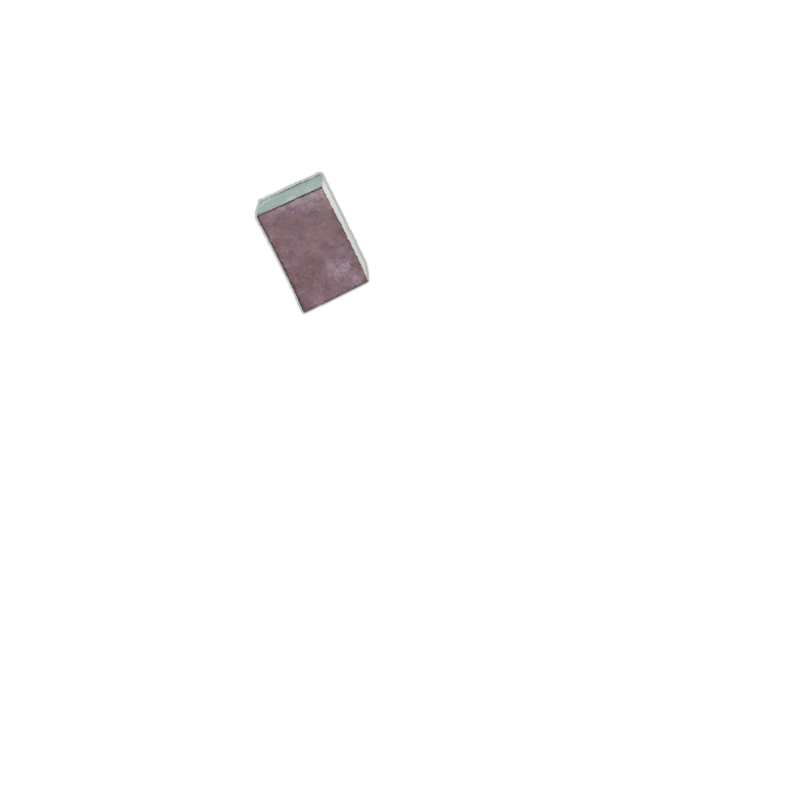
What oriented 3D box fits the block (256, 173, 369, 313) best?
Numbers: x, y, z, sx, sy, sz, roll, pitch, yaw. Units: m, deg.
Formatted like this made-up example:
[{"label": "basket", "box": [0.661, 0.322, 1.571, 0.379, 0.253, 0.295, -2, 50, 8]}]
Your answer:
[{"label": "block", "box": [-0.061, -0.112, 0.783, 0.053, 0.075, 0.053, -24, 15, 5]}]
